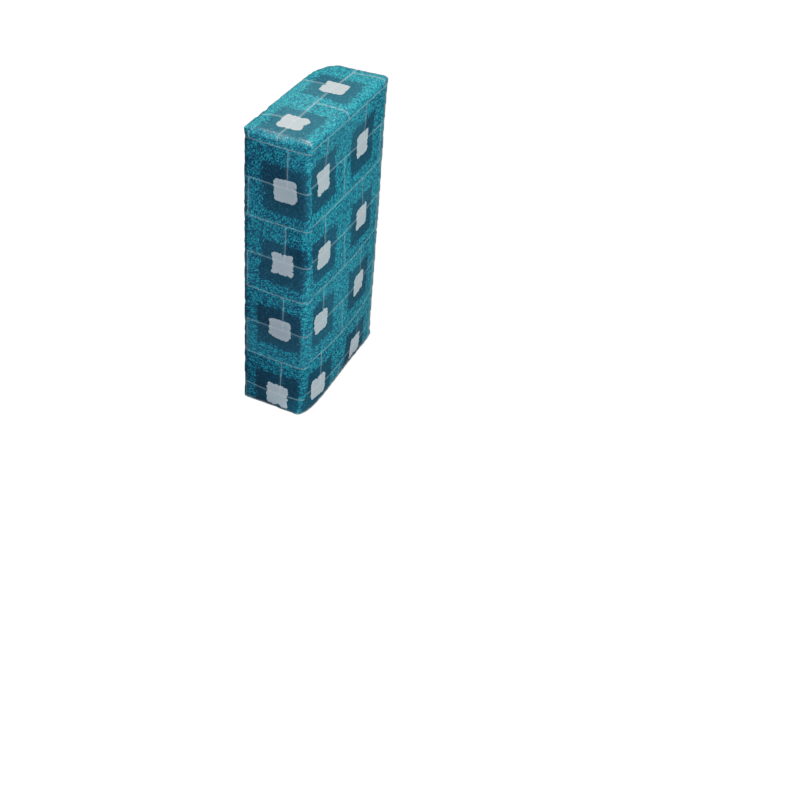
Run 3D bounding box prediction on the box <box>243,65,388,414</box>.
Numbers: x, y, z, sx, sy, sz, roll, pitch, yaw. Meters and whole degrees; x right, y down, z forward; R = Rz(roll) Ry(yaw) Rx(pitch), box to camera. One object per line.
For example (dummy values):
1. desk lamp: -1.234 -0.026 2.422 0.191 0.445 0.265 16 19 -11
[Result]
1. box: -0.048 -0.088 0.615 0.050 0.165 0.096 16 37 18
